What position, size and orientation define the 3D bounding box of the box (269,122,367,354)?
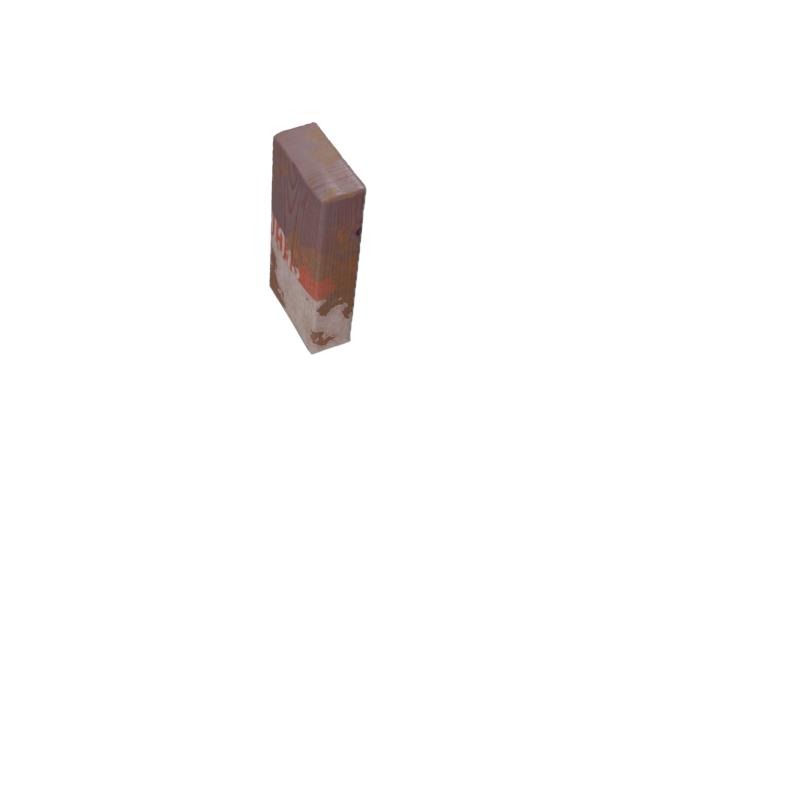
[{"bbox_3d":[-0.072,-0.130,0.913,0.048,0.101,0.164,-19,-38,-20],"label":"box"}]
